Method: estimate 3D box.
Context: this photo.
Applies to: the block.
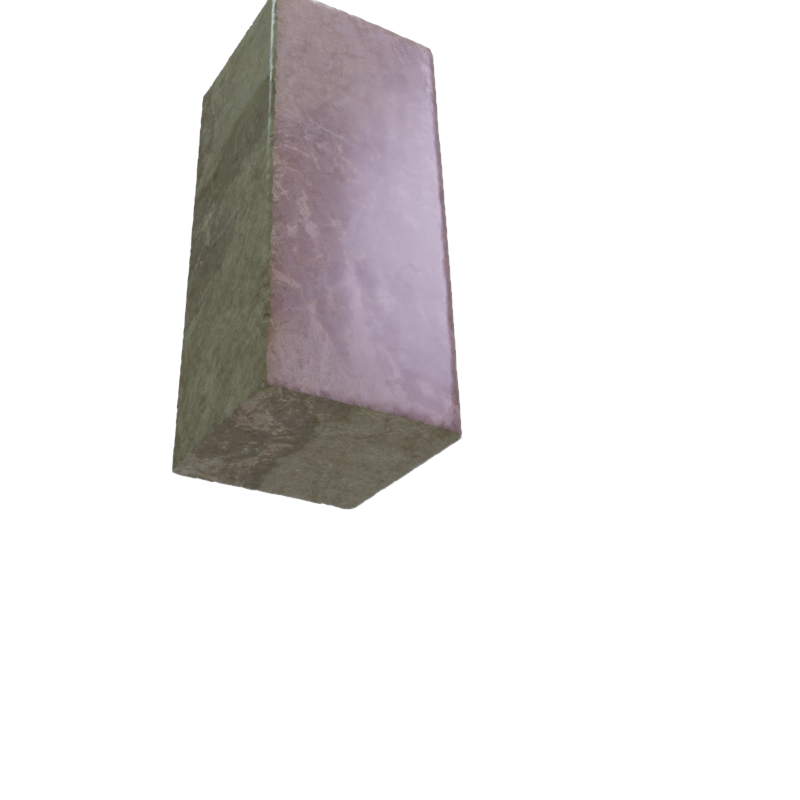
[{"bbox_3d":[-0.038,-0.071,0.499,0.086,0.220,0.089,16,-36,-27],"label":"block"}]
